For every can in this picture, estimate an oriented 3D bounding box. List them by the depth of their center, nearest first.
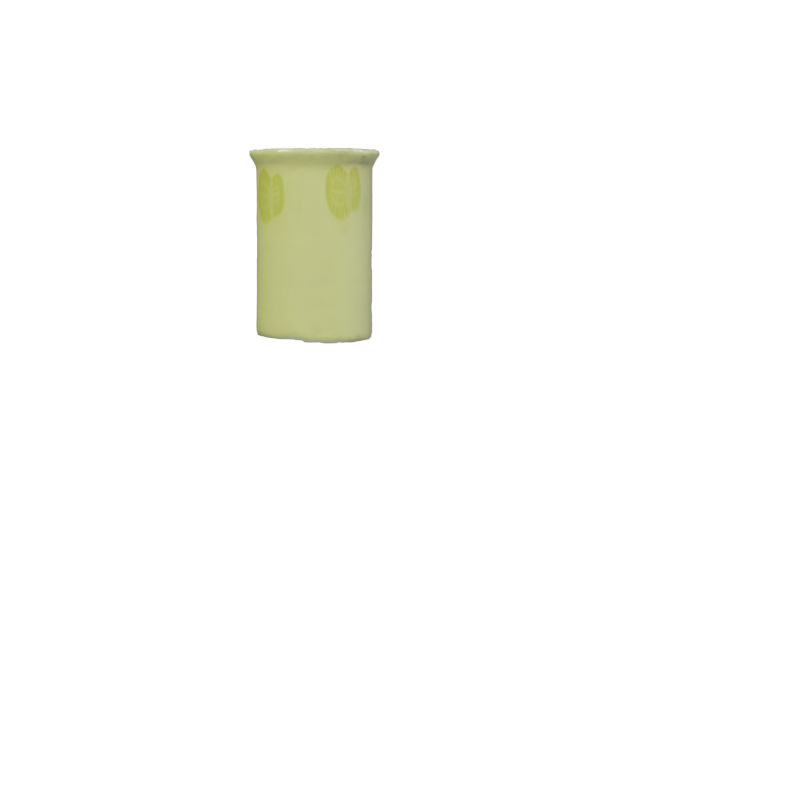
[{"bbox_3d":[-0.041,-0.074,0.521,0.057,0.083,0.104,0,7,-4],"label":"can"}]
